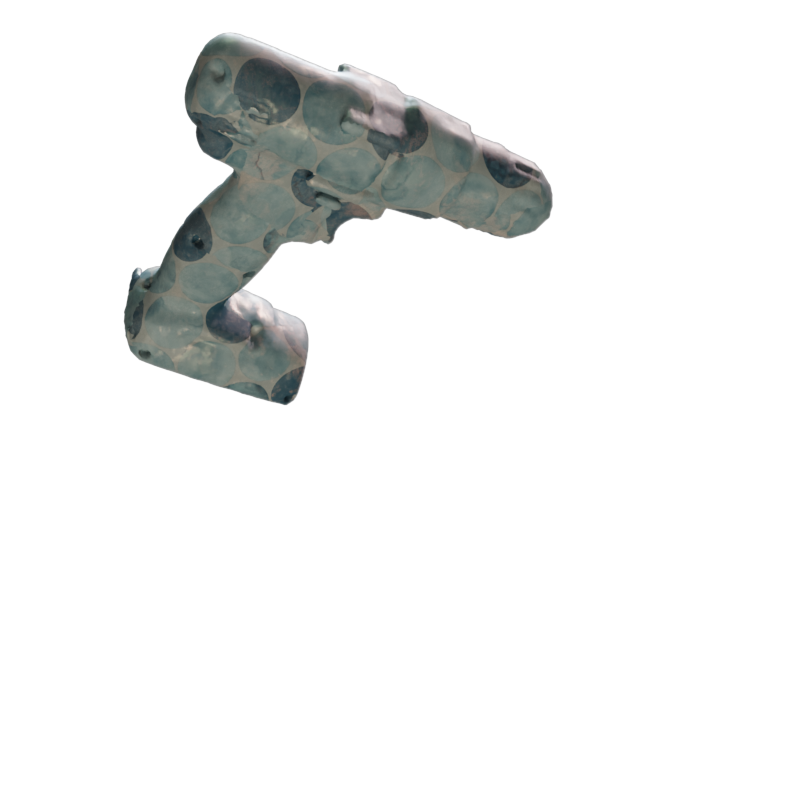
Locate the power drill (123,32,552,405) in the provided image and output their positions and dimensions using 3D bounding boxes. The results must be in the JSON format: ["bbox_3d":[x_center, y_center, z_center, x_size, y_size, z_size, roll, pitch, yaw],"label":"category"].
[{"bbox_3d":[-0.043,-0.079,0.551,0.178,0.062,0.181,21,-51,-19],"label":"power drill"}]
